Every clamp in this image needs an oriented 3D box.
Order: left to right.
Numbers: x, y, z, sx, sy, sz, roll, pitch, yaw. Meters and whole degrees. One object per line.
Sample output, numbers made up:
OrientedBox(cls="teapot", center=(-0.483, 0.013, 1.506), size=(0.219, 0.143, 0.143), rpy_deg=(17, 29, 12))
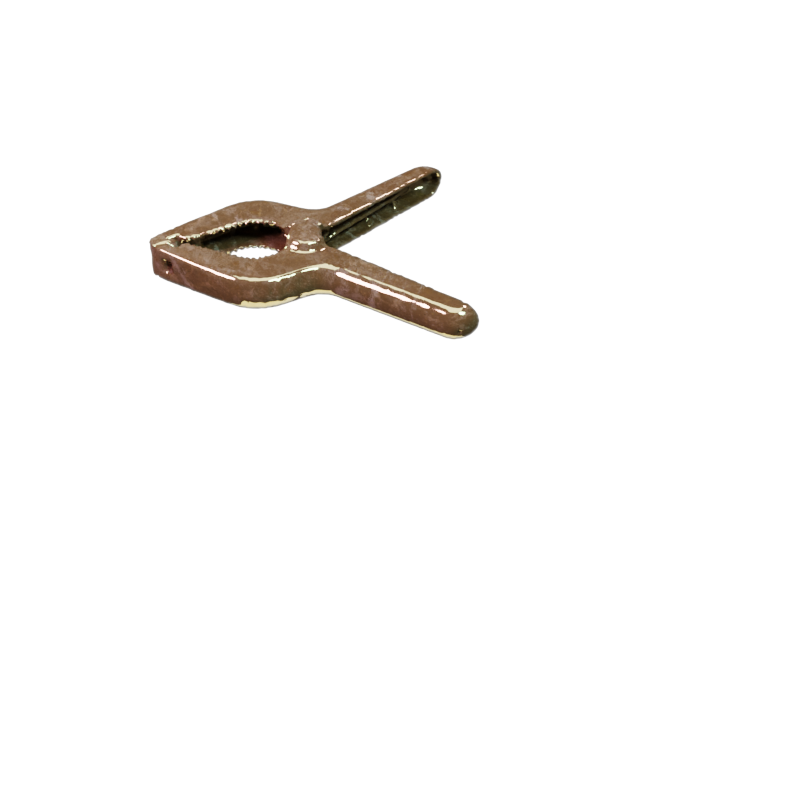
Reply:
OrientedBox(cls="clamp", center=(-0.058, -0.105, 0.736), size=(0.210, 0.034, 0.176), rpy_deg=(1, 42, 2))
